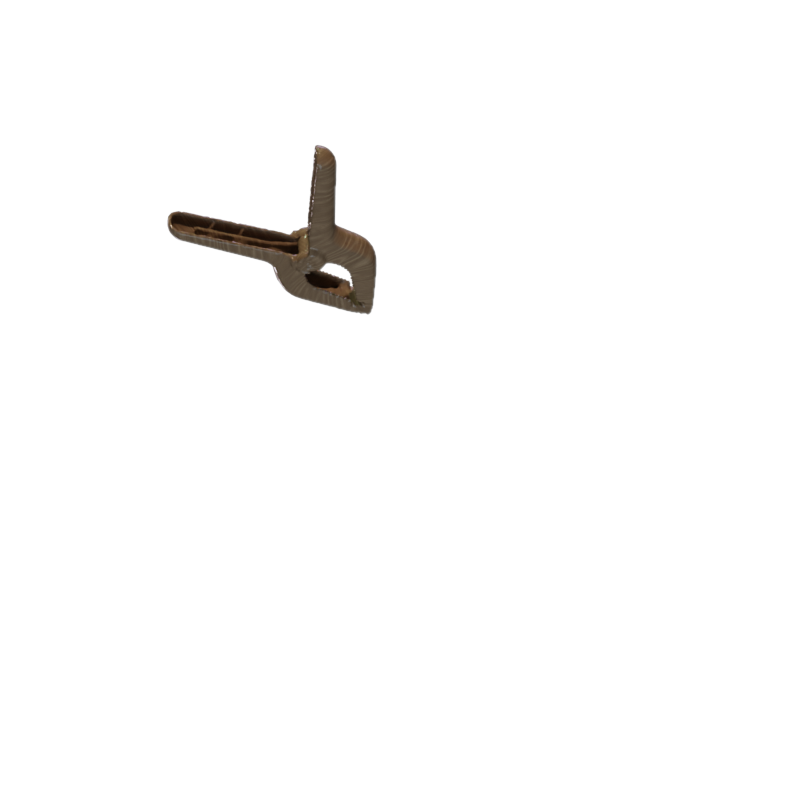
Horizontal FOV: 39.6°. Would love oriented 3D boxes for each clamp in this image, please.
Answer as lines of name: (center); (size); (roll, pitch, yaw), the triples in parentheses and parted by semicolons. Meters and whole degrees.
clamp: (-0.076, -0.139, 0.975); (0.165, 0.039, 0.195); (-23, -39, 32)
